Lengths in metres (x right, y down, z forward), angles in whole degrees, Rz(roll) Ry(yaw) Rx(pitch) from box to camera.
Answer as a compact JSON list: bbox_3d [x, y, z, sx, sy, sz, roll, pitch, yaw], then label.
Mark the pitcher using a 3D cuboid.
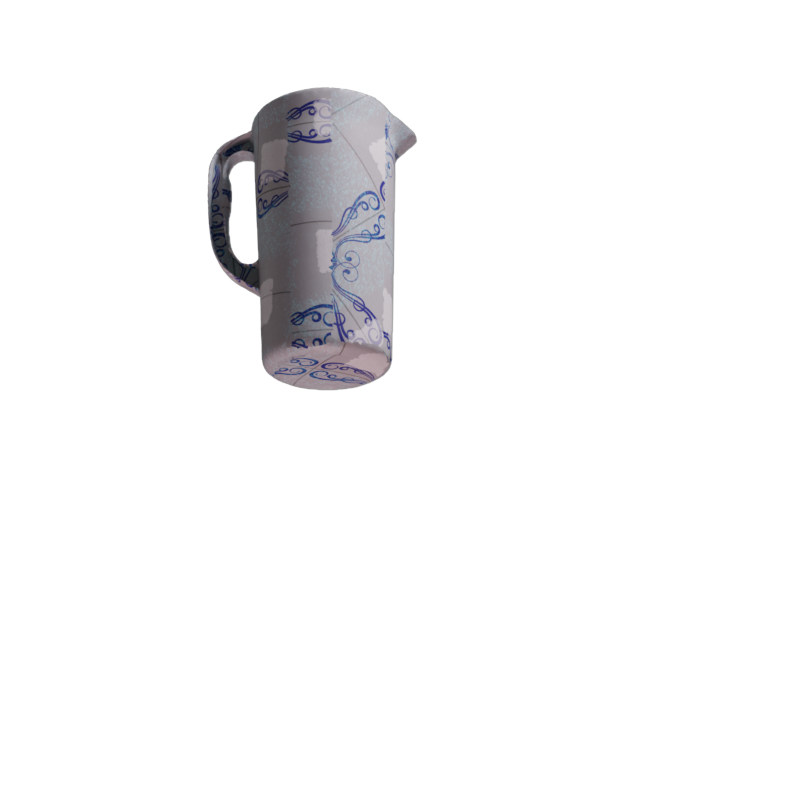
[{"bbox_3d":[-0.075,-0.138,0.964,0.137,0.257,0.149,17,-30,-37],"label":"pitcher"}]
